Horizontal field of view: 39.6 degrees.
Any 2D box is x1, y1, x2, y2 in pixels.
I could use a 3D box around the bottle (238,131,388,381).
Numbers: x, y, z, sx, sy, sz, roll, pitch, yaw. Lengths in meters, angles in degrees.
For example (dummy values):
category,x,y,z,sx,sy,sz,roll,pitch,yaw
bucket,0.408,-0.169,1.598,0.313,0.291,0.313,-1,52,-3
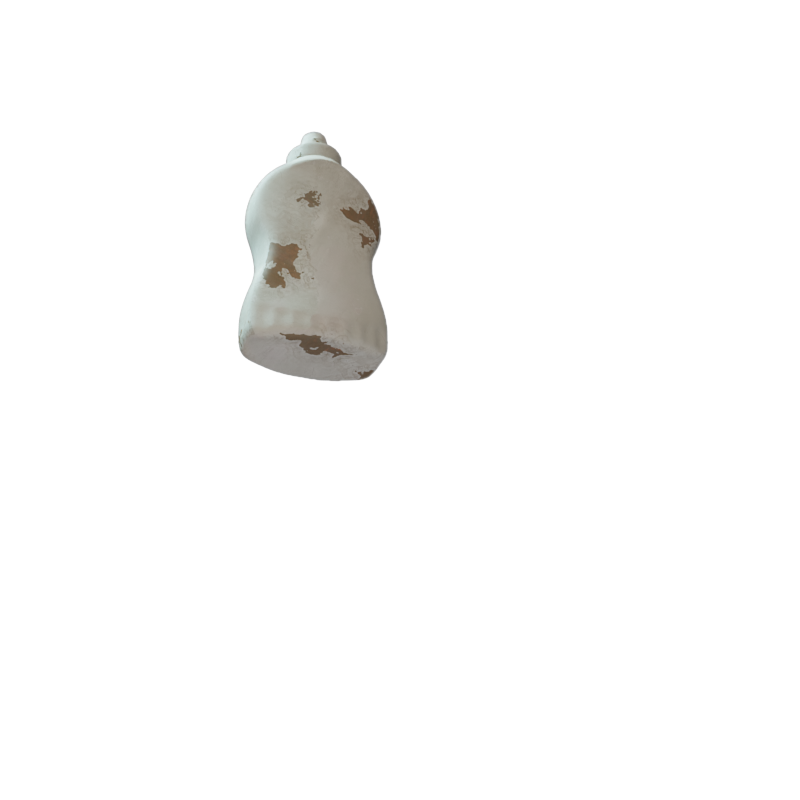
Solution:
category,x,y,z,sx,sy,sz,roll,pitch,yaw
bottle,-0.060,-0.110,0.771,0.094,0.205,0.056,9,-36,-16
